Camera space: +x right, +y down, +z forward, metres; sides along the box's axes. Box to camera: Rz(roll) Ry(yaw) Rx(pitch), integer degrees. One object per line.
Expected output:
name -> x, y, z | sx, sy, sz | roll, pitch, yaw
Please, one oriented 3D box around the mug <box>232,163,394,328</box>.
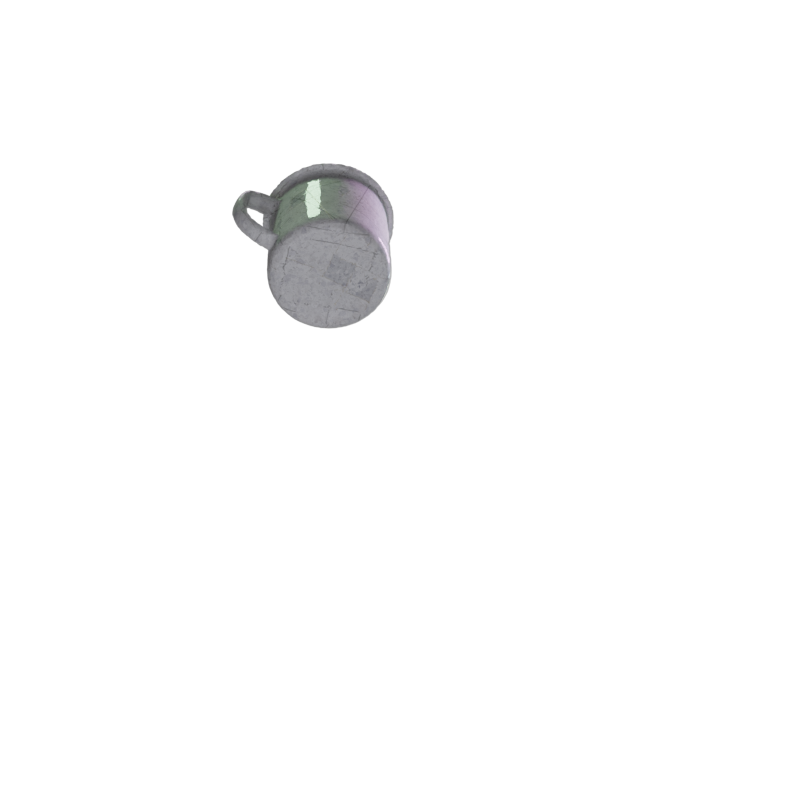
mug -> -0.058, -0.107, 0.746 | 0.113, 0.091, 0.087 | 26, 27, -16
